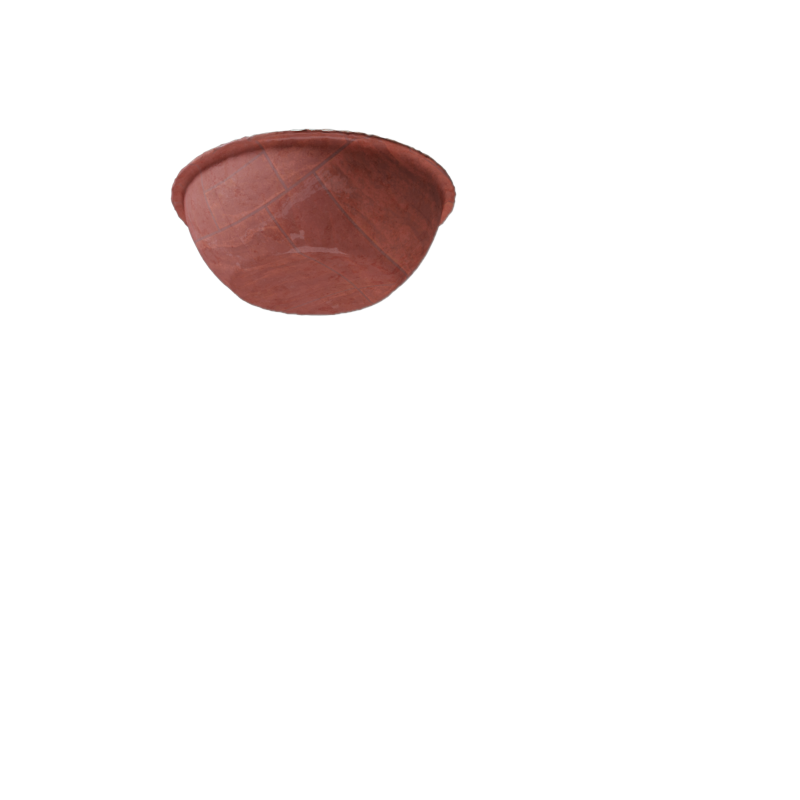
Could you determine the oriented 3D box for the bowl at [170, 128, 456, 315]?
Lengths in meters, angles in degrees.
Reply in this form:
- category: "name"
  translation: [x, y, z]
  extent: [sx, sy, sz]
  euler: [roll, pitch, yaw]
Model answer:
- category: "bowl"
  translation: [-0.049, -0.089, 0.621]
  extent: [0.162, 0.058, 0.154]
  euler: [0, -19, -2]
